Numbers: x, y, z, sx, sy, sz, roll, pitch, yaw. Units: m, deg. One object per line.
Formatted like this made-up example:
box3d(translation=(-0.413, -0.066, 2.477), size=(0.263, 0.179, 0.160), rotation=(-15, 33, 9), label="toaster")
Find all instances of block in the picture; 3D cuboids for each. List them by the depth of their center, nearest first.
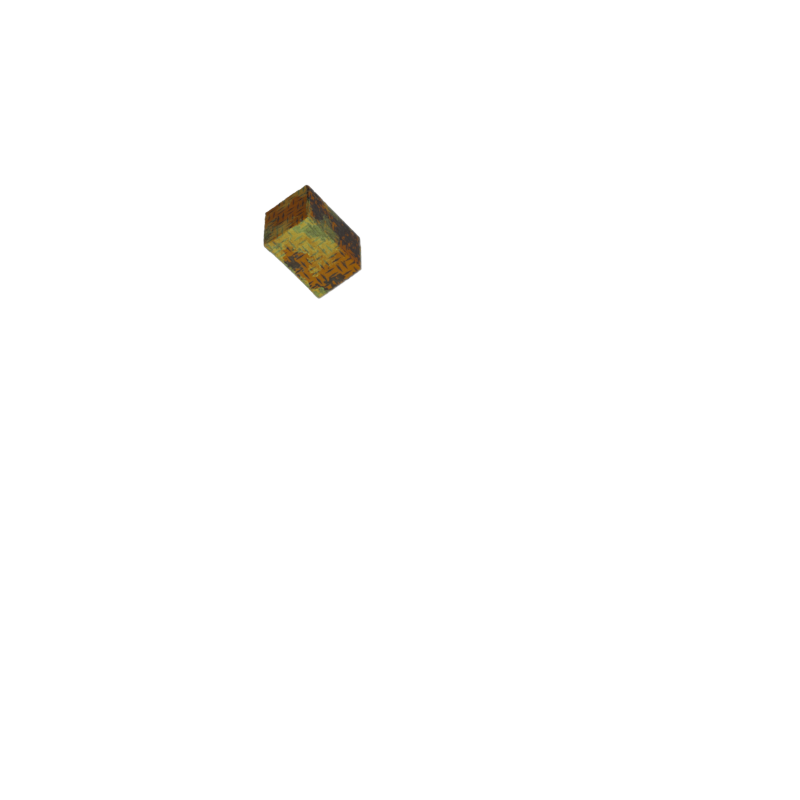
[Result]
box3d(translation=(-0.077, -0.141, 0.990), size=(0.052, 0.055, 0.073), rotation=(-32, -58, 22), label="block")
